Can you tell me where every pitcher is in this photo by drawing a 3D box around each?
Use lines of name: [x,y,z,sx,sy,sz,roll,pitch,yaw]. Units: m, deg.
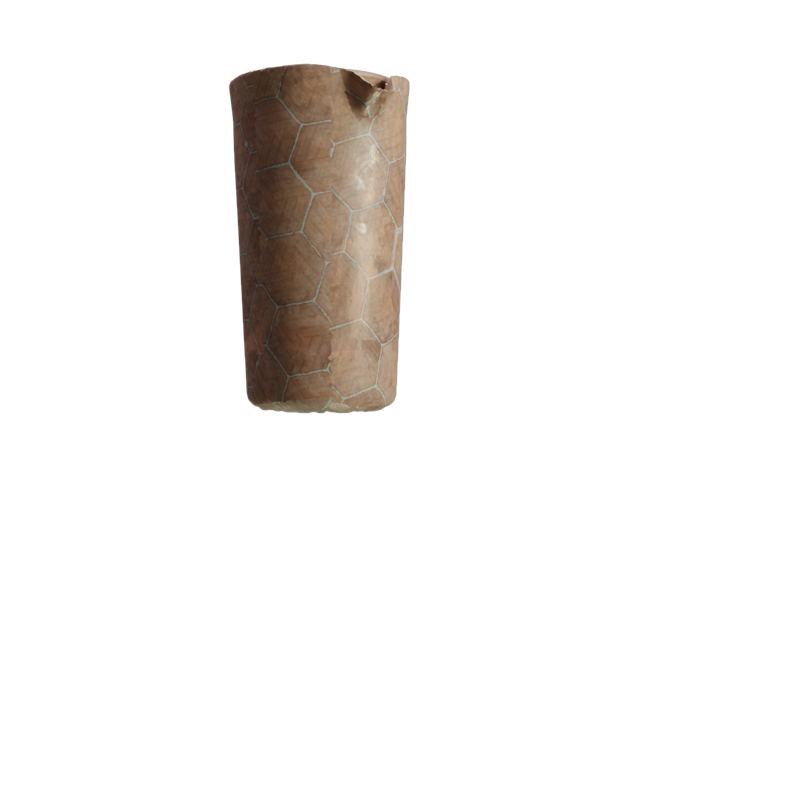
pitcher: [-0.064,-0.116,0.815,0.147,0.246,0.146,-1,-3,9]
